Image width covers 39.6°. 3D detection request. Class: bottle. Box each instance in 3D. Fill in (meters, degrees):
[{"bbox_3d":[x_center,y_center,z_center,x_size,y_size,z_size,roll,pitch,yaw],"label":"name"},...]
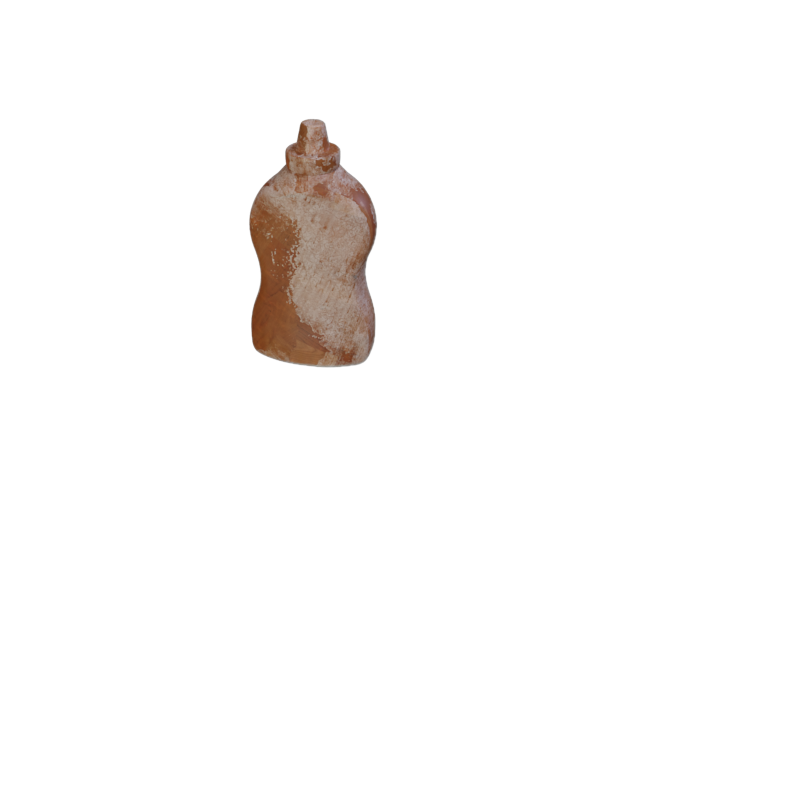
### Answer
[{"bbox_3d":[-0.066,-0.121,0.846,0.098,0.181,0.060,8,27,12],"label":"bottle"}]
